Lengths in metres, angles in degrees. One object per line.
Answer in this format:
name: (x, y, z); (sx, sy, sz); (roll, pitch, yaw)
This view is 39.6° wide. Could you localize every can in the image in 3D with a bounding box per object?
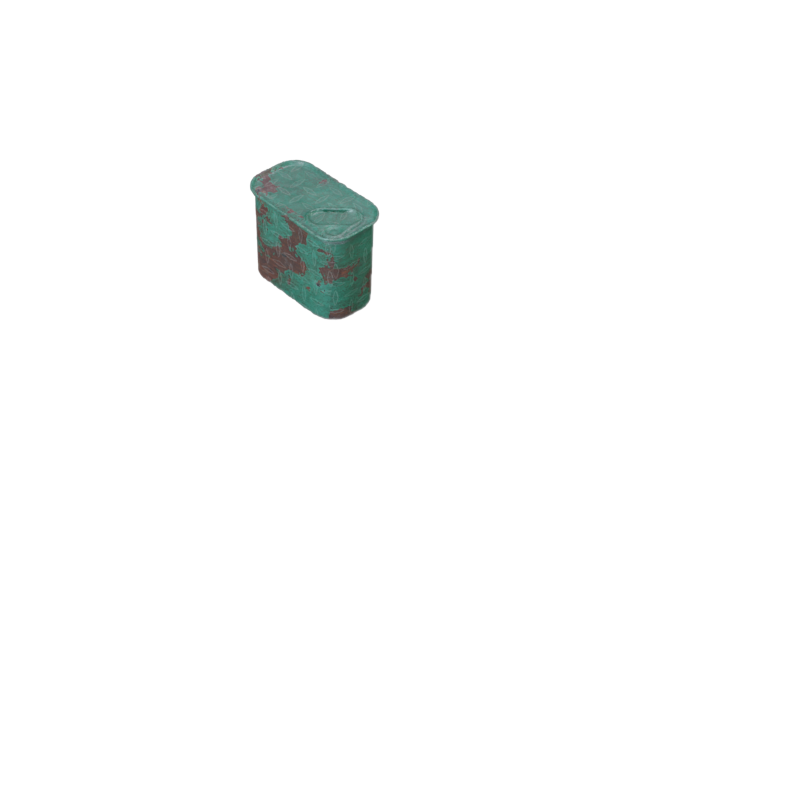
can: (-0.066, -0.120, 0.839); (0.058, 0.078, 0.109); (-31, 52, -31)
